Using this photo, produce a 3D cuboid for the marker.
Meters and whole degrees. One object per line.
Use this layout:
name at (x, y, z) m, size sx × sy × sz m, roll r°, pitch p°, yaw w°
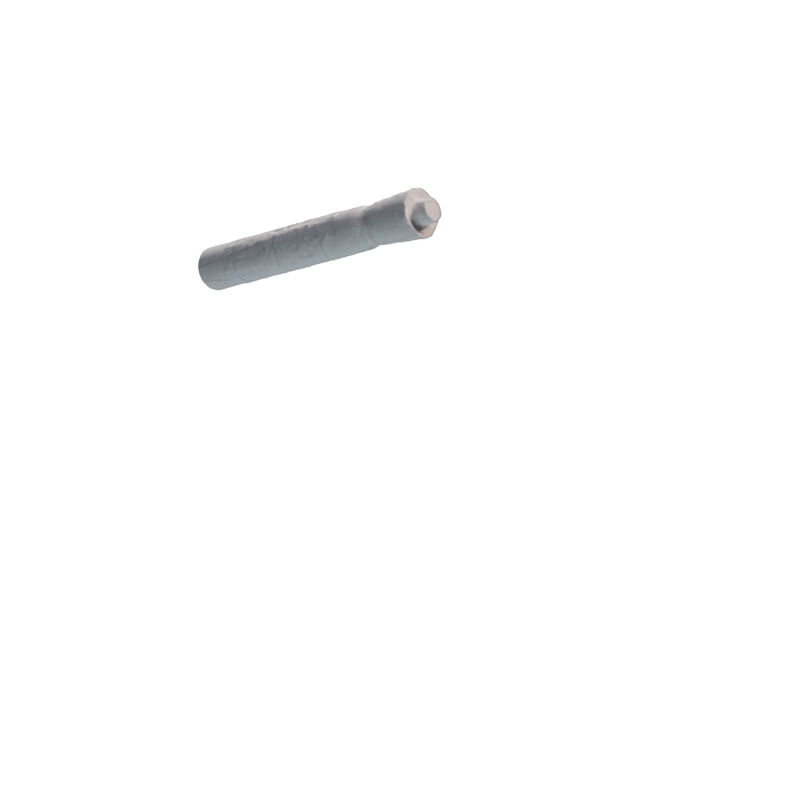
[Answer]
marker at (-0.034, -0.062, 0.434) m, size 0.124 × 0.020 × 0.019 m, roll -7°, pitch -2°, yaw 42°
